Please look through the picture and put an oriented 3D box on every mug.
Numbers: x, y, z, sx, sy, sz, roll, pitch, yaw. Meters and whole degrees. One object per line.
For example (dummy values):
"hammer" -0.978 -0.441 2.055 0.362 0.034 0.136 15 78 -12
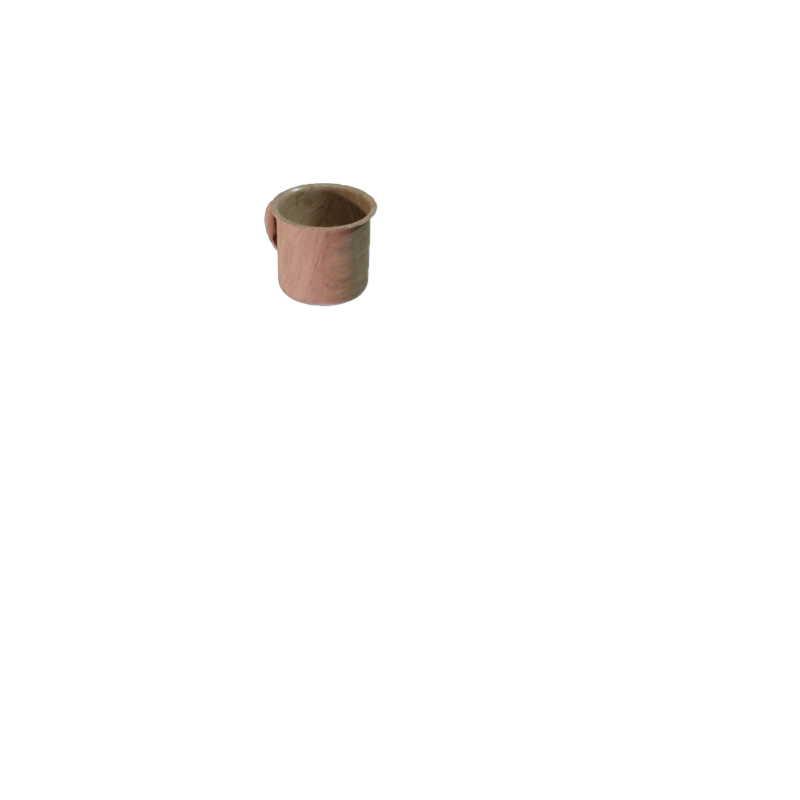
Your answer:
"mug" -0.077 -0.141 0.988 0.124 0.077 0.093 25 39 32
